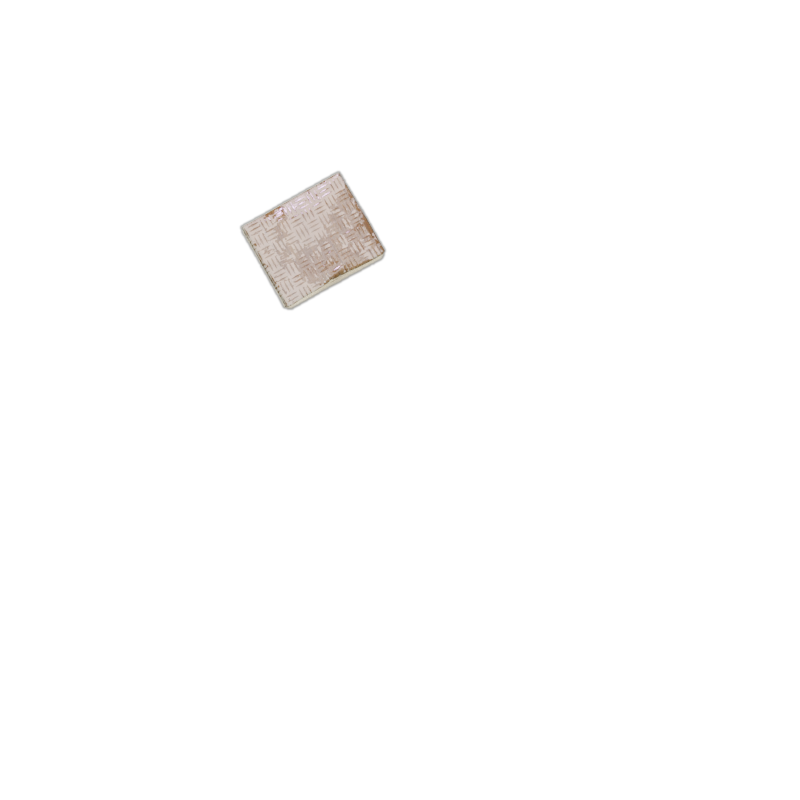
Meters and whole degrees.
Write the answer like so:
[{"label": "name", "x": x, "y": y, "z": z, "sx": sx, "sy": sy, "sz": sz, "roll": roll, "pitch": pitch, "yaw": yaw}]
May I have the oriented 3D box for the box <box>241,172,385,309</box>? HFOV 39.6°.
[{"label": "box", "x": -0.067, "y": -0.122, "z": 0.858, "sx": 0.089, "sy": 0.075, "sz": 0.029, "roll": -29, "pitch": -8, "yaw": -5}]
